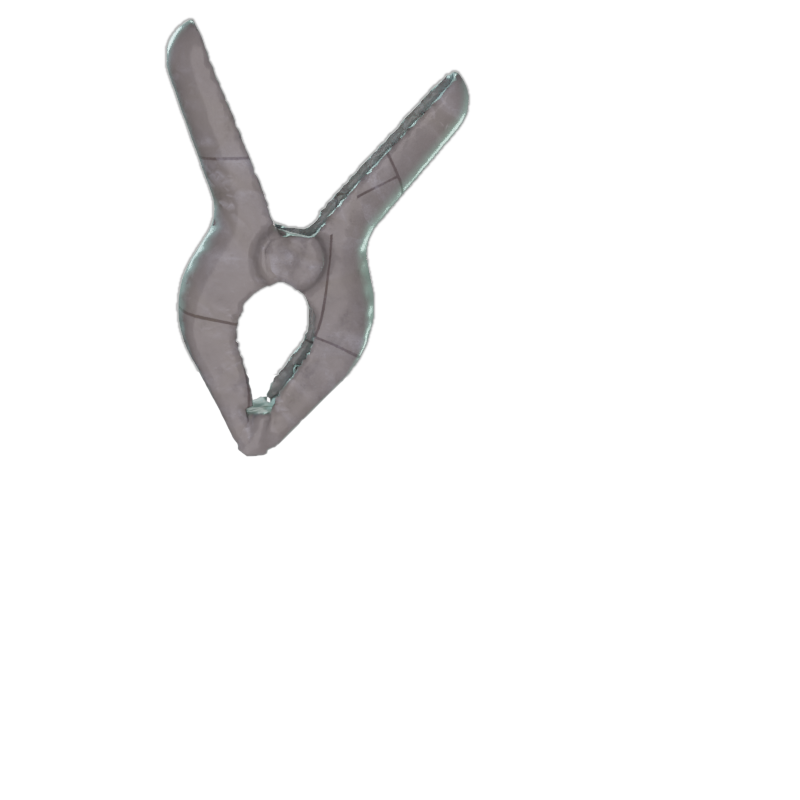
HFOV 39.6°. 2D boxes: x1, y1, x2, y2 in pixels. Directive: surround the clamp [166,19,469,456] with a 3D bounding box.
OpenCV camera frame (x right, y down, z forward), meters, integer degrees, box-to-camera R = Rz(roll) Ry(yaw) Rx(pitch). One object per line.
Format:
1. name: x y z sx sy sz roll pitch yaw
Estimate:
1. clamp: -0.035 -0.064 0.446 0.120 0.167 0.040 3 10 -1
